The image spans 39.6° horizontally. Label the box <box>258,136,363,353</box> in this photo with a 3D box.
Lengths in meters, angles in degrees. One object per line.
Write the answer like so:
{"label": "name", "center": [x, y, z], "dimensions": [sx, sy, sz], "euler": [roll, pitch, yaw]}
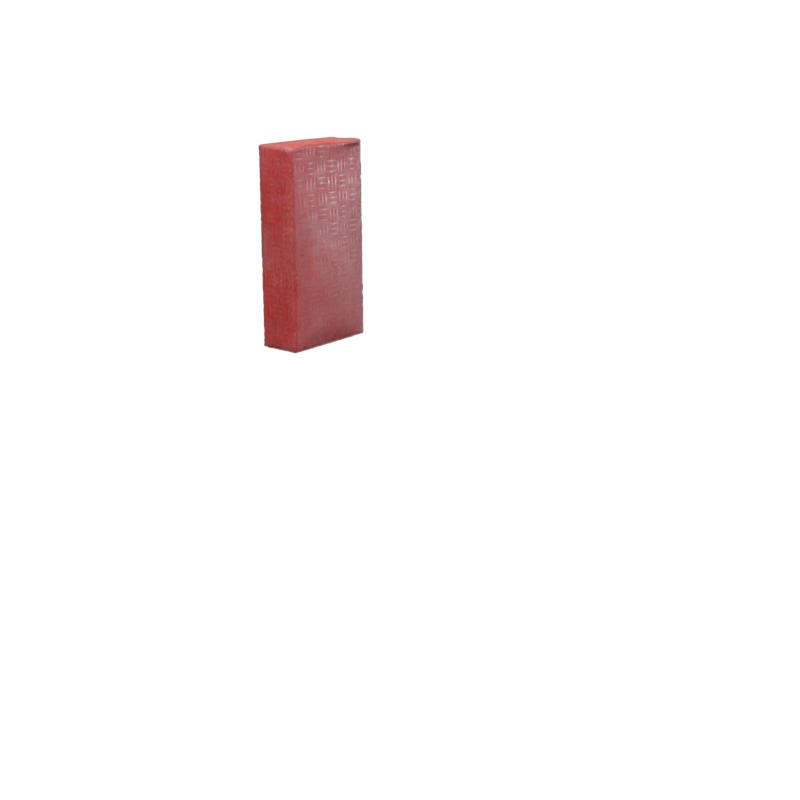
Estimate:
{"label": "box", "center": [-0.075, -0.137, 0.963], "dimensions": [0.050, 0.171, 0.091], "euler": [11, 17, 38]}
